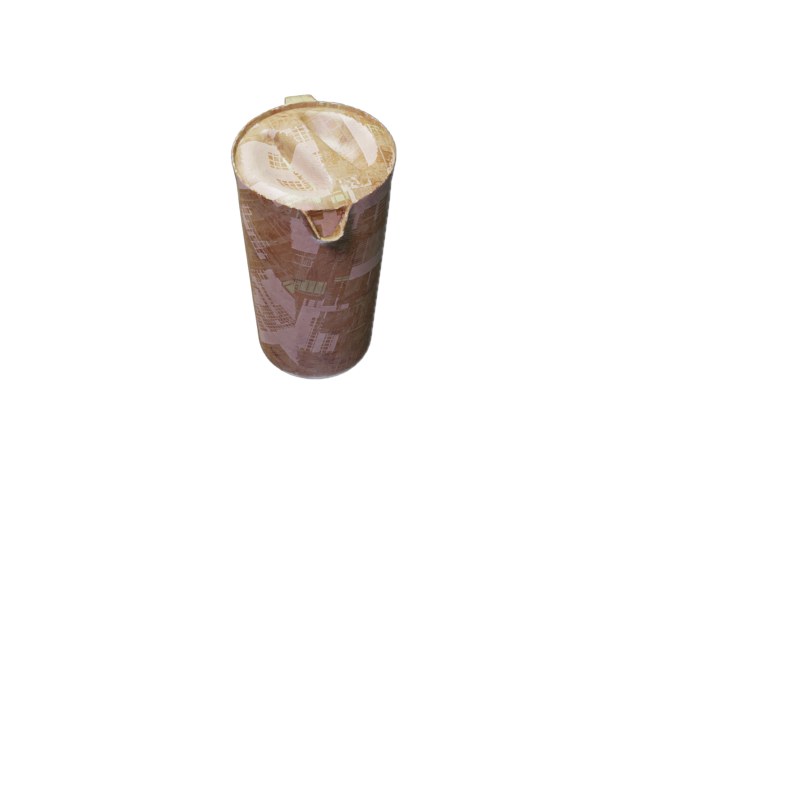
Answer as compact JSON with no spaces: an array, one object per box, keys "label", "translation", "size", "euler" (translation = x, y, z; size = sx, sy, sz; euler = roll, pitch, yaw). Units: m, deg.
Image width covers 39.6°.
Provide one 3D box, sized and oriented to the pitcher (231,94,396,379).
[{"label":"pitcher","translation":[-0.077,-0.140,0.978],"size":[0.152,0.226,0.153],"euler":[28,54,19]}]
